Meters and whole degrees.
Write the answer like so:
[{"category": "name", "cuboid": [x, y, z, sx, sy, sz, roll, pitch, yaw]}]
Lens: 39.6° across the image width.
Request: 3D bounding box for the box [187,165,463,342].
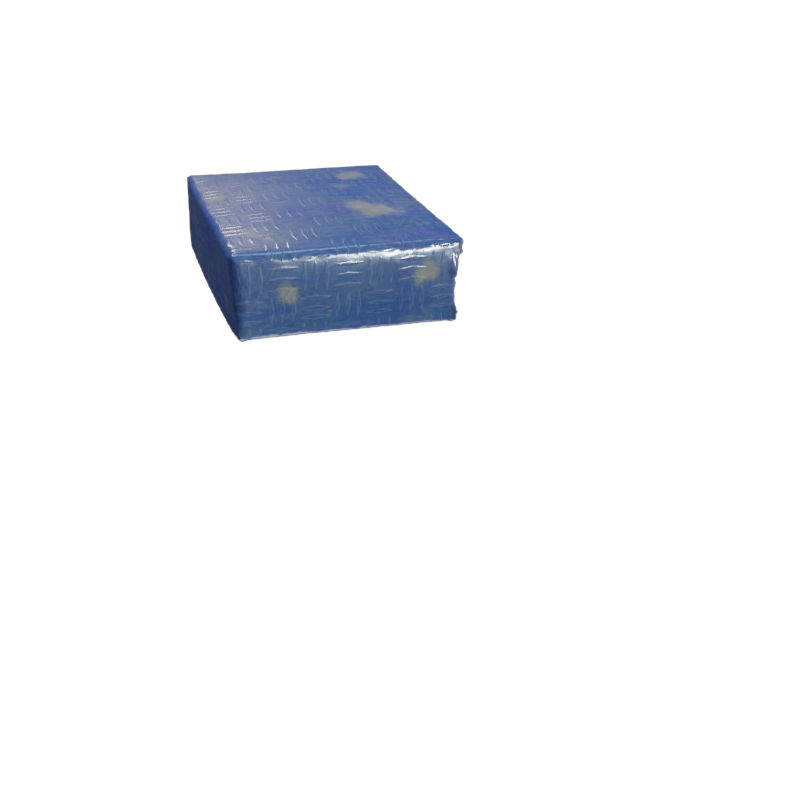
[{"category": "box", "cuboid": [-0.036, -0.065, 0.458, 0.088, 0.037, 0.121, -7, 28, -15]}]
